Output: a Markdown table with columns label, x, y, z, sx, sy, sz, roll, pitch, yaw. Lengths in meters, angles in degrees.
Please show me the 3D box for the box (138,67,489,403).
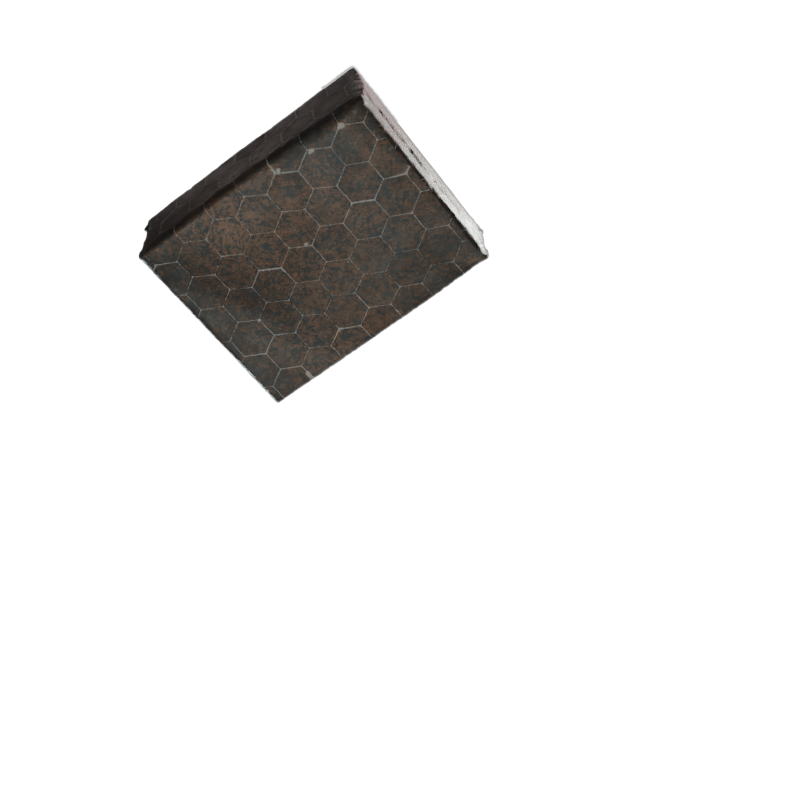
| label | x | y | z | sx | sy | sz | roll | pitch | yaw |
| --- | --- | --- | --- | --- | --- | --- | --- | --- | --- |
| box | -0.036 | -0.065 | 0.453 | 0.113 | 0.085 | 0.041 | -33 | 25 | 16 |
